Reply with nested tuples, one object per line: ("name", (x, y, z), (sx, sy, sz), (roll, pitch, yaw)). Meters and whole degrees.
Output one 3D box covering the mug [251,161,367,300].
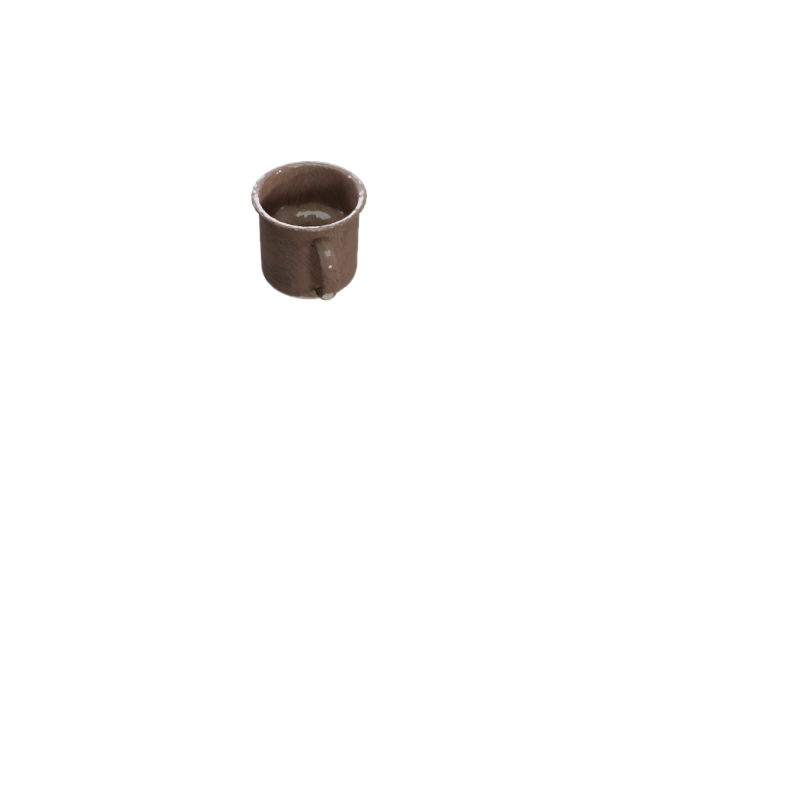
("mug", (-0.071, -0.129, 0.905), (0.092, 0.076, 0.127), (-12, 45, -14))
